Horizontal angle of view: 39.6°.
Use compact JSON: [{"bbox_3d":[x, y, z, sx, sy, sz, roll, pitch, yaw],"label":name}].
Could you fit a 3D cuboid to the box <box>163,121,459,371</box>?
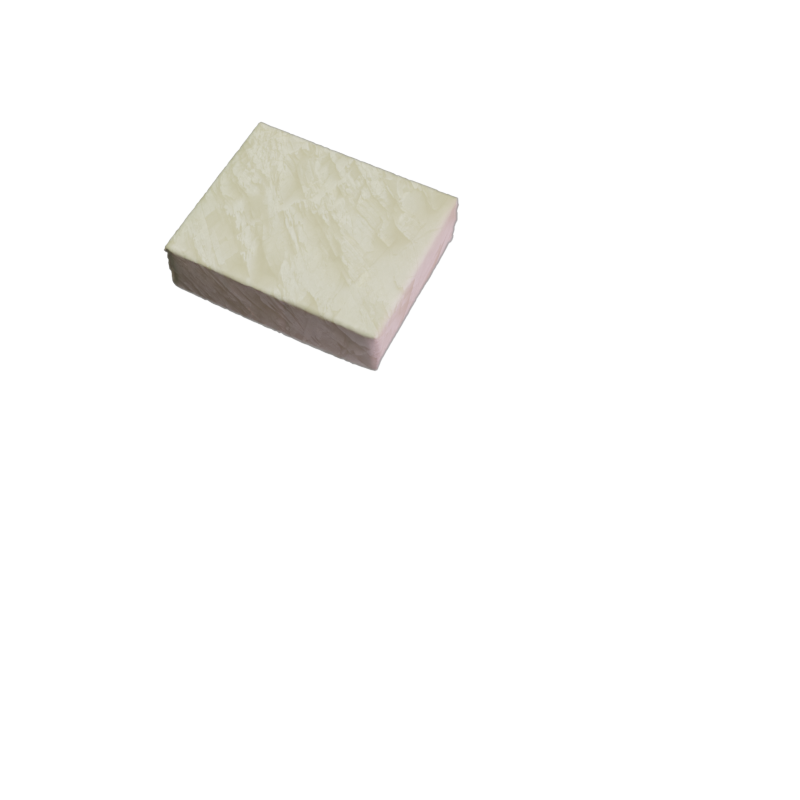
[{"bbox_3d":[-0.042,-0.076,0.530,0.117,0.093,0.036,24,-30,14],"label":"box"}]
